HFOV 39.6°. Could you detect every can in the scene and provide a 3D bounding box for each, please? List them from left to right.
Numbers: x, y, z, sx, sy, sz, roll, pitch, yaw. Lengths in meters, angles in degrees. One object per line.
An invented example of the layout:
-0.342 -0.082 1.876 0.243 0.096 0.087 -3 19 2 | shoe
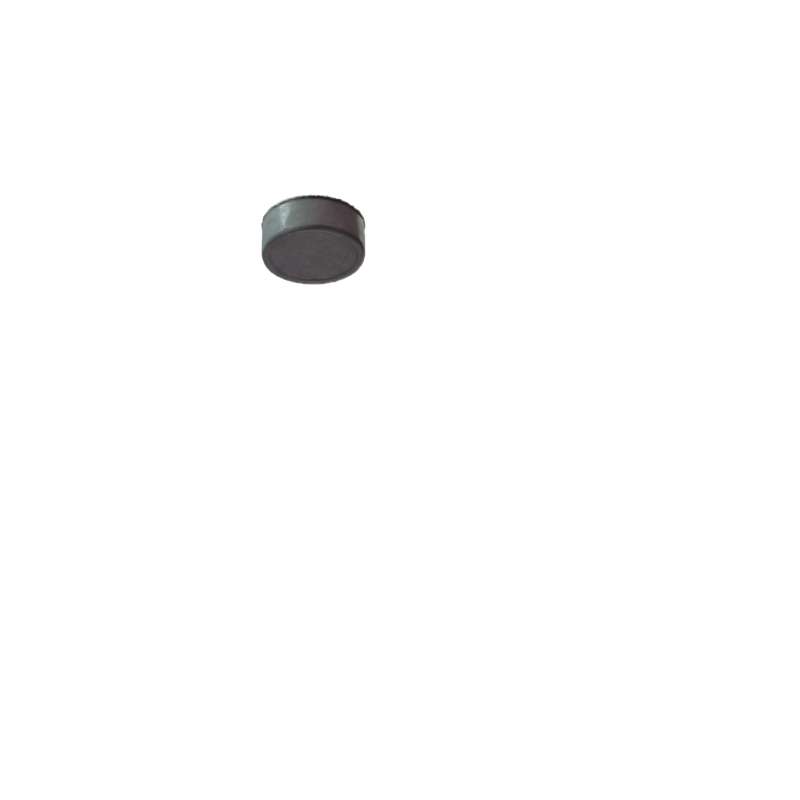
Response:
-0.071 -0.129 0.904 0.086 0.036 0.081 1 -28 -2 | can
